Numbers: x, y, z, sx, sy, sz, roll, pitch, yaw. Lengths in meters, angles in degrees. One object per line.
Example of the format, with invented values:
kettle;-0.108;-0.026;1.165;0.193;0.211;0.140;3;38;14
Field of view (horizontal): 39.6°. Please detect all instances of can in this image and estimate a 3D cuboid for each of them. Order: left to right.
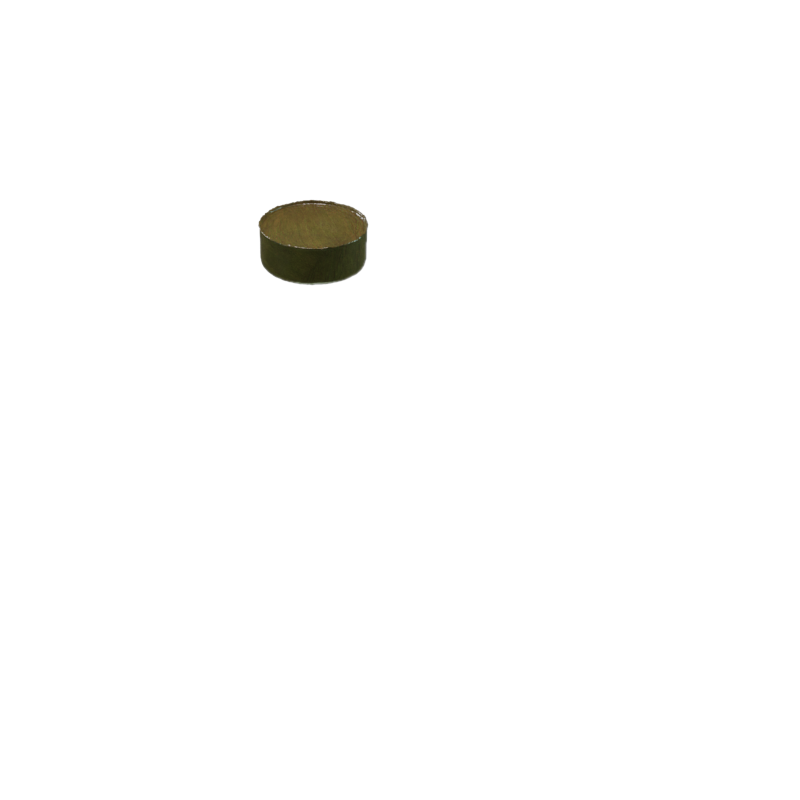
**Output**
can;-0.068;-0.125;0.874;0.086;0.032;0.091;-1;33;-2
